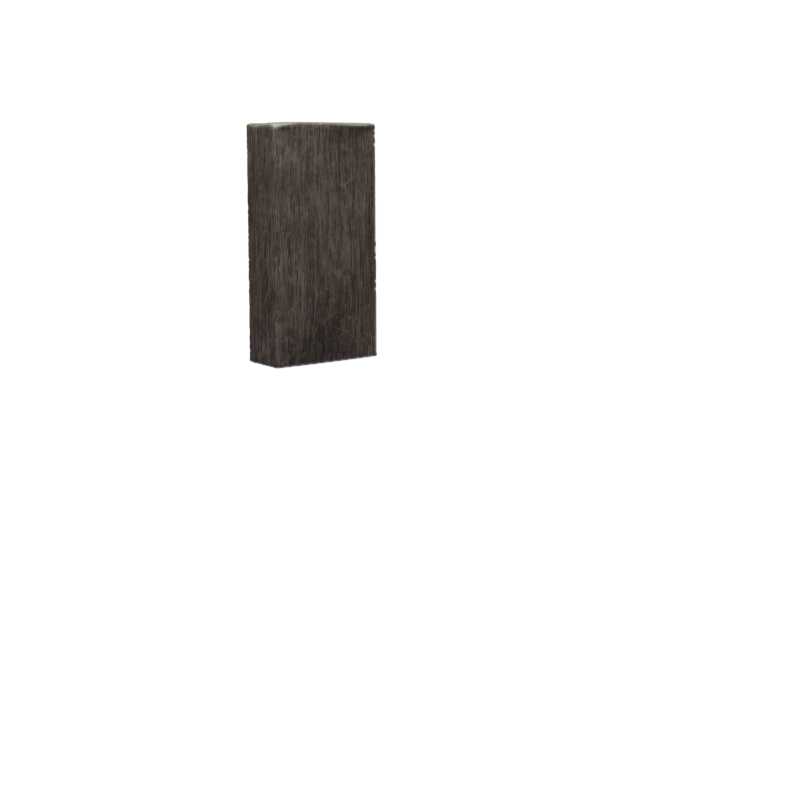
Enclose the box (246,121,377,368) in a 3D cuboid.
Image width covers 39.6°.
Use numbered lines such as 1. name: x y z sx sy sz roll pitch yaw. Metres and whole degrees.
1. box: -0.064 -0.117 0.821 0.090 0.173 0.050 -5 9 -35
